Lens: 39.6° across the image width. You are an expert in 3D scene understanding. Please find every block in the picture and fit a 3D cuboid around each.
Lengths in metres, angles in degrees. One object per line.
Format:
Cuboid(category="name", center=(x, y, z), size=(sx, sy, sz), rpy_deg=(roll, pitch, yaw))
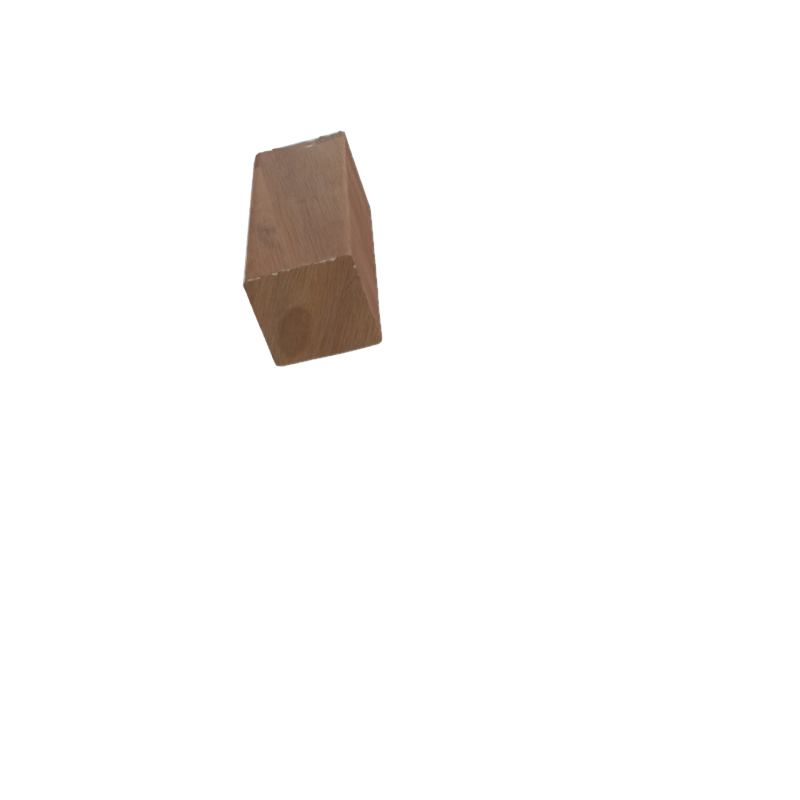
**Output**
Cuboid(category="block", center=(-0.074, -0.134, 0.942), size=(0.091, 0.084, 0.221), rpy_deg=(-14, 37, 7))
